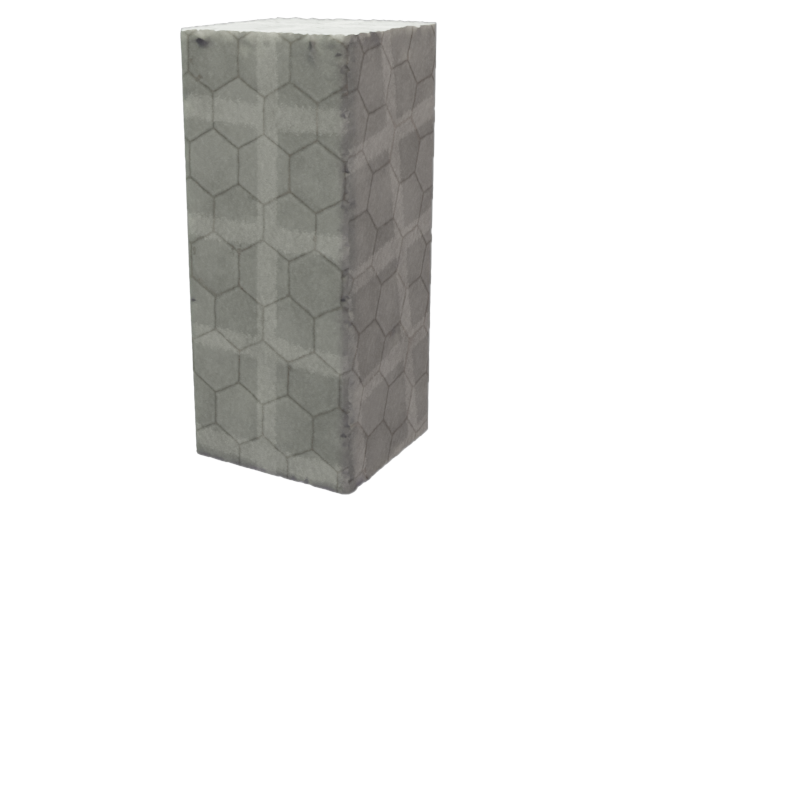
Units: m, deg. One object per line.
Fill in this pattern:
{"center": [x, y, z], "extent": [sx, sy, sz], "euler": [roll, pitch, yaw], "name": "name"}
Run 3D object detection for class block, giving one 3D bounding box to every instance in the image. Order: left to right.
{"center": [-0.042, -0.076, 0.532], "extent": [0.094, 0.199, 0.090], "euler": [10, 19, 27], "name": "block"}
